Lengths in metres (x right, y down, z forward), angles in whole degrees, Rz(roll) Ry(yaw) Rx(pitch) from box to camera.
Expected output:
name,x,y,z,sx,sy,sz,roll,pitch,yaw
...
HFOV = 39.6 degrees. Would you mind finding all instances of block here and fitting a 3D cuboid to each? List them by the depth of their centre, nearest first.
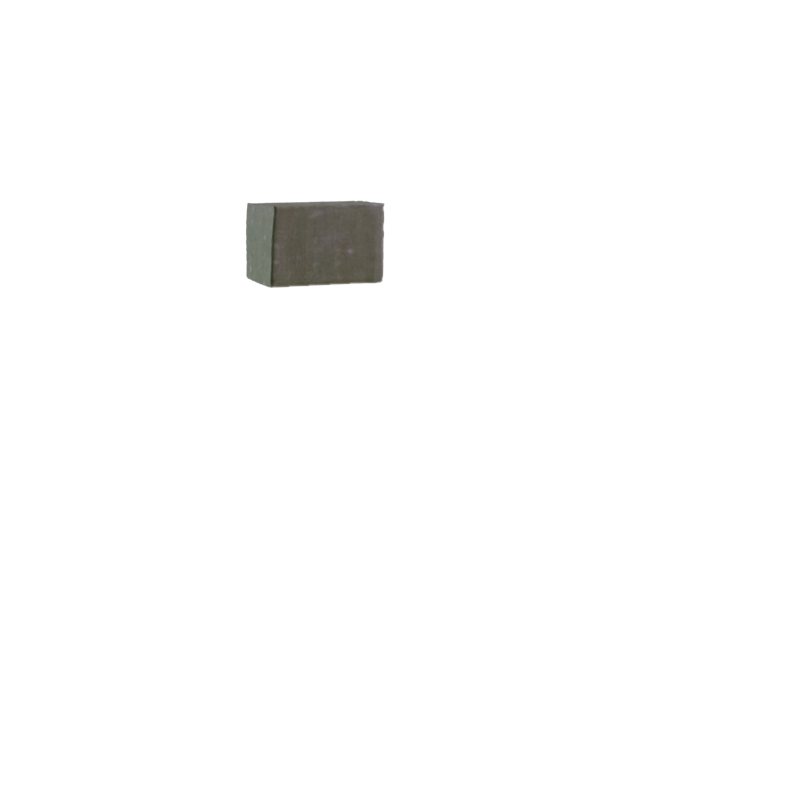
name,x,y,z,sx,sy,sz,roll,pitch,yaw
block,-0.056,-0.102,0.714,0.076,0.050,0.055,-5,10,-24
